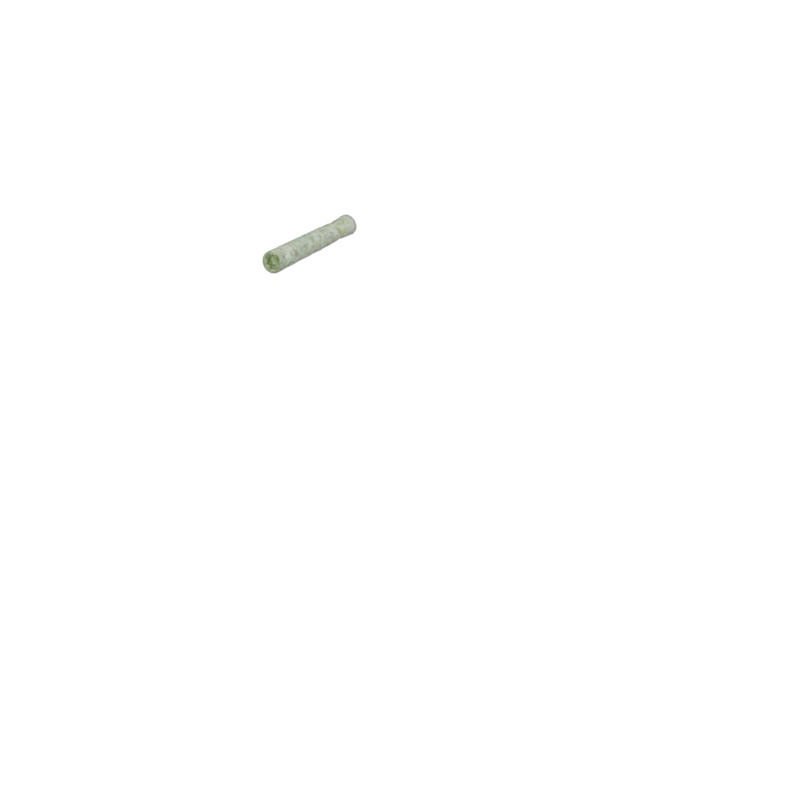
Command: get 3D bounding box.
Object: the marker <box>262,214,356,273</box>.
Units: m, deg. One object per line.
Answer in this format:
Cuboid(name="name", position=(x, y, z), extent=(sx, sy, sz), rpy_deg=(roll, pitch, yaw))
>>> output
Cuboid(name="marker", position=(-0.073, -0.132, 0.926), extent=(0.020, 0.019, 0.121), rpy_deg=(2, 24, 31))
